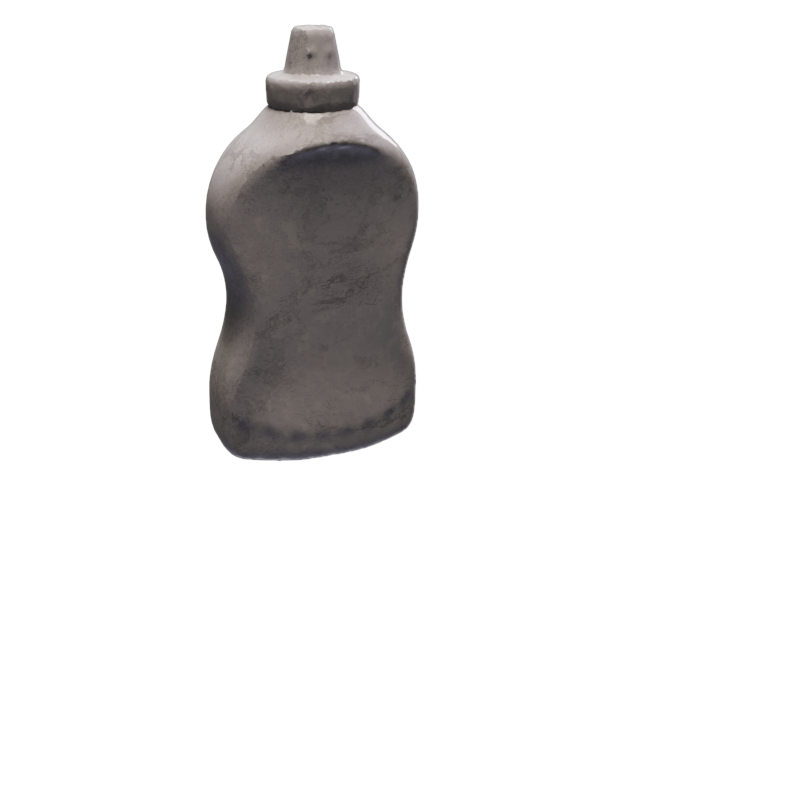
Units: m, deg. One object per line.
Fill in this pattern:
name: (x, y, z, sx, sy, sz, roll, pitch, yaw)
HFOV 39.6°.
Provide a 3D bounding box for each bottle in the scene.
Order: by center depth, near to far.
bottle: (-0.039, -0.072, 0.501, 0.094, 0.184, 0.062, -6, 20, -19)
